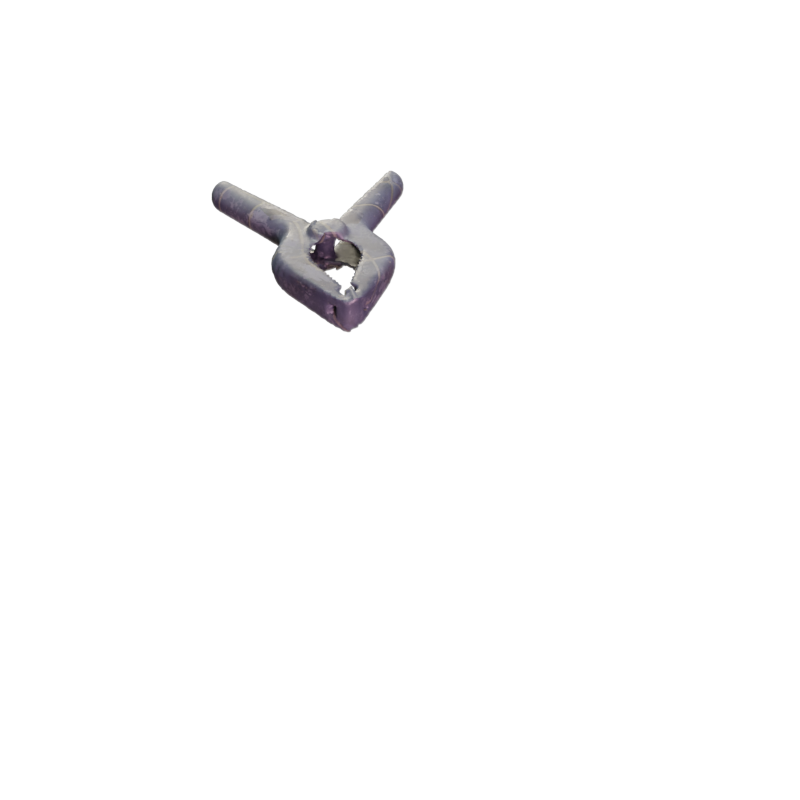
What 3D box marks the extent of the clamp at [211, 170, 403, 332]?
[{"bbox_3d":[-0.069,-0.125,0.877,0.164,0.034,0.225,-3,37,-4],"label":"clamp"}]
